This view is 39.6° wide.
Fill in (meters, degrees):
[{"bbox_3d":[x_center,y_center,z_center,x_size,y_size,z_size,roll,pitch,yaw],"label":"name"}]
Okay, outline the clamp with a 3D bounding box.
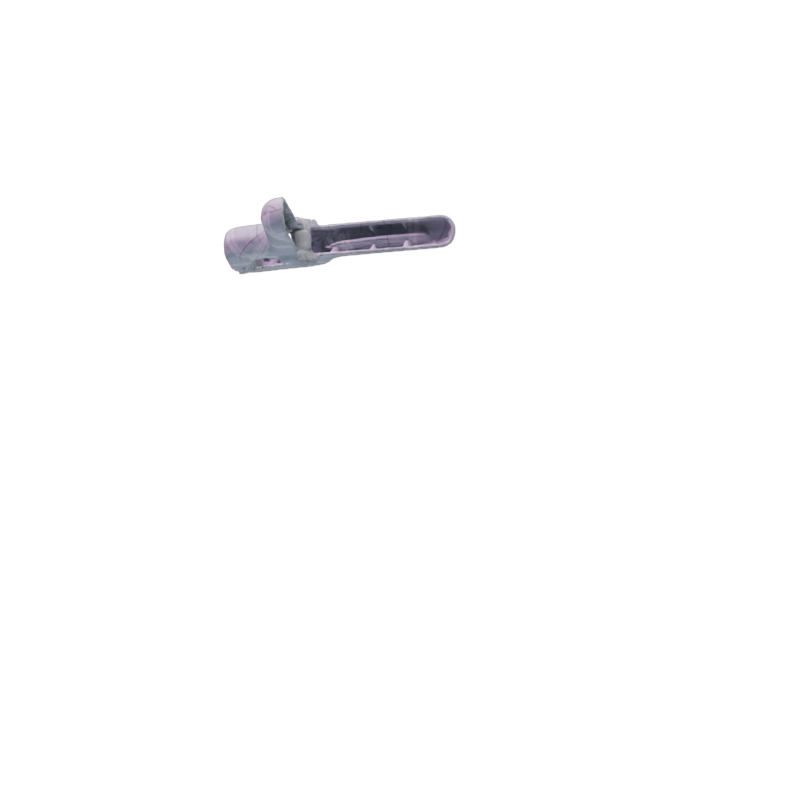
[{"bbox_3d":[-0.069,-0.126,0.885,0.159,0.037,0.214,1,-2,-28],"label":"clamp"}]
